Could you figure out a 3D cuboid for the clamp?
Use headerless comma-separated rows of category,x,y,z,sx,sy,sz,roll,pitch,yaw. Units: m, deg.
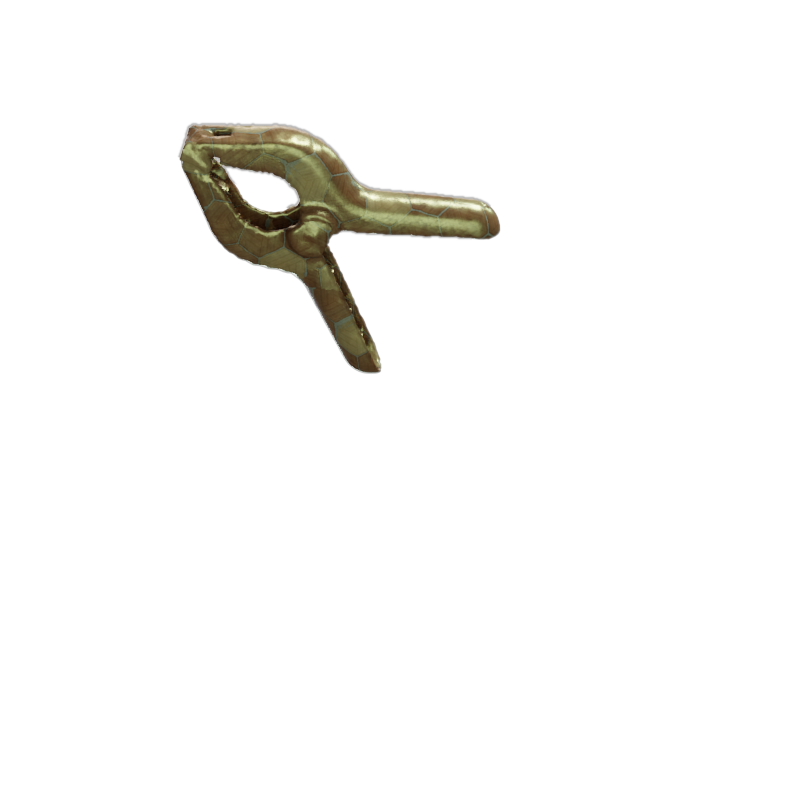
clamp,-0.047,-0.085,0.596,0.168,0.117,0.041,25,19,-9
